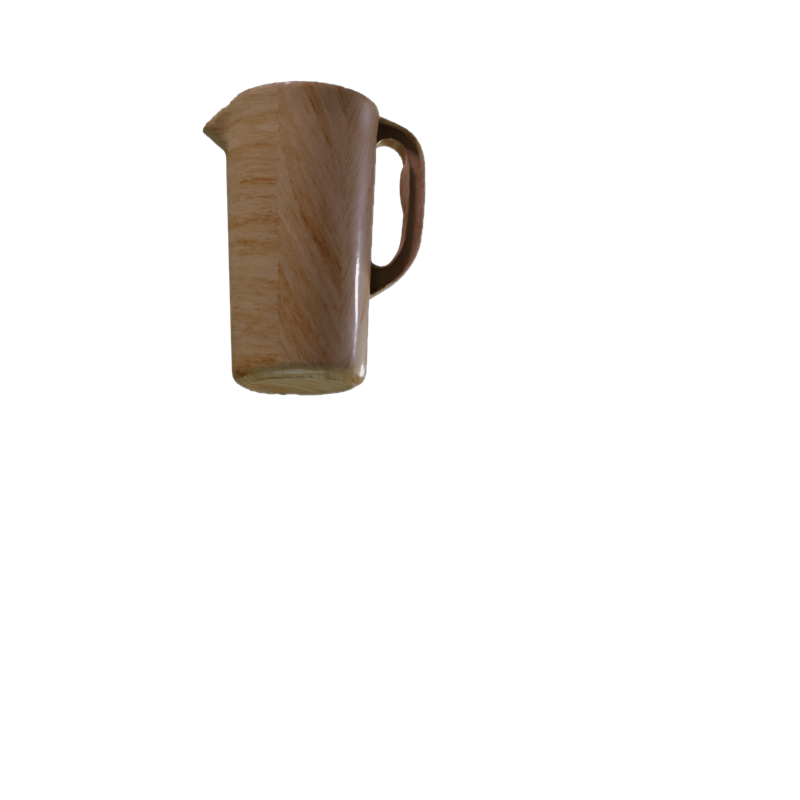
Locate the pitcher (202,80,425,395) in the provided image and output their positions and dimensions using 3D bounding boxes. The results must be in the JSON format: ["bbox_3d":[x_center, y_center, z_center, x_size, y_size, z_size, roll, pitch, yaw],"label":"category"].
[{"bbox_3d":[-0.072,-0.131,0.918,0.153,0.252,0.136,-10,-17,32],"label":"pitcher"}]
